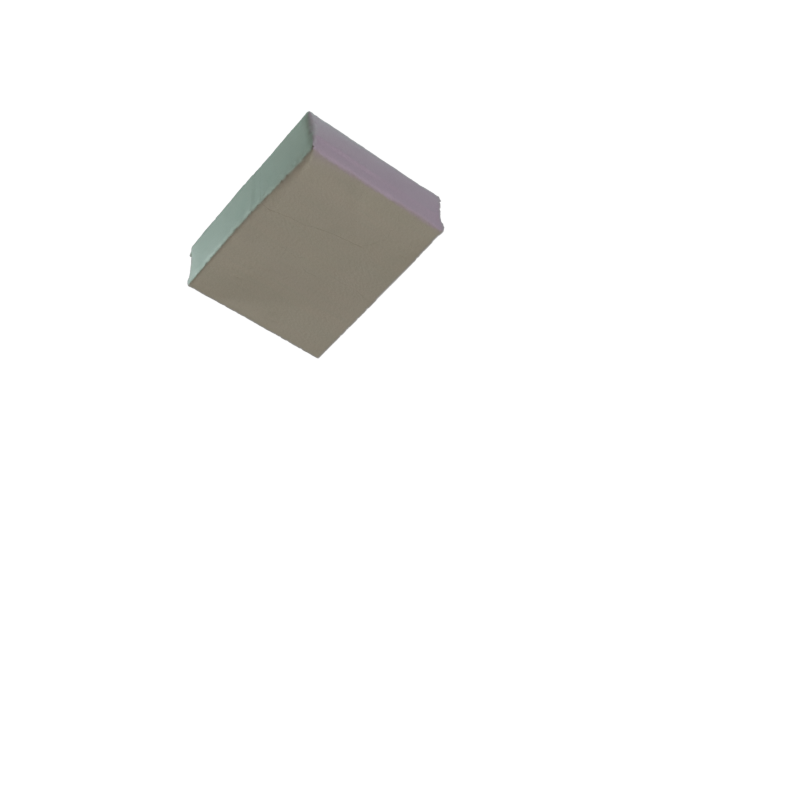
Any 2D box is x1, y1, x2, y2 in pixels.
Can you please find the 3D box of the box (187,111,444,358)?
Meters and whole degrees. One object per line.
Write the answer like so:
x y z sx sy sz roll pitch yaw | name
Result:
-0.046 -0.085 0.592 0.085 0.042 0.111 31 -56 -25 | box
